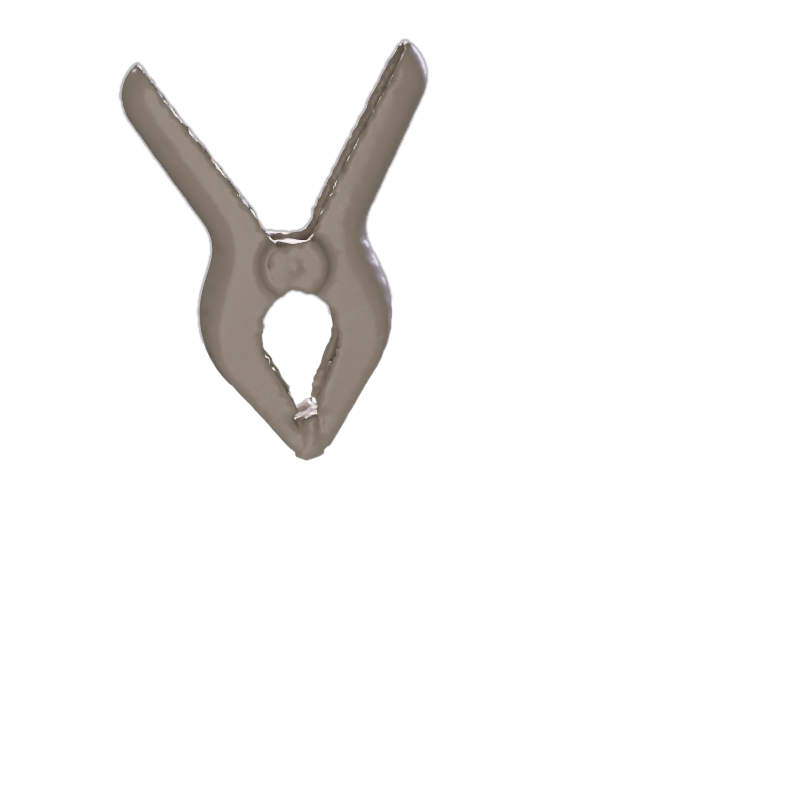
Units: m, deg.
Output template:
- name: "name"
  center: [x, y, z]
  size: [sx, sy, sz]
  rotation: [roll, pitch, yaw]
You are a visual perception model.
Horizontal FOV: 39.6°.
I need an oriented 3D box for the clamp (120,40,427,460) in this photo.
- name: "clamp"
  center: [-0.035, -0.064, 0.451]
  size: [0.120, 0.166, 0.040]
  rotation: [-13, 14, 3]
